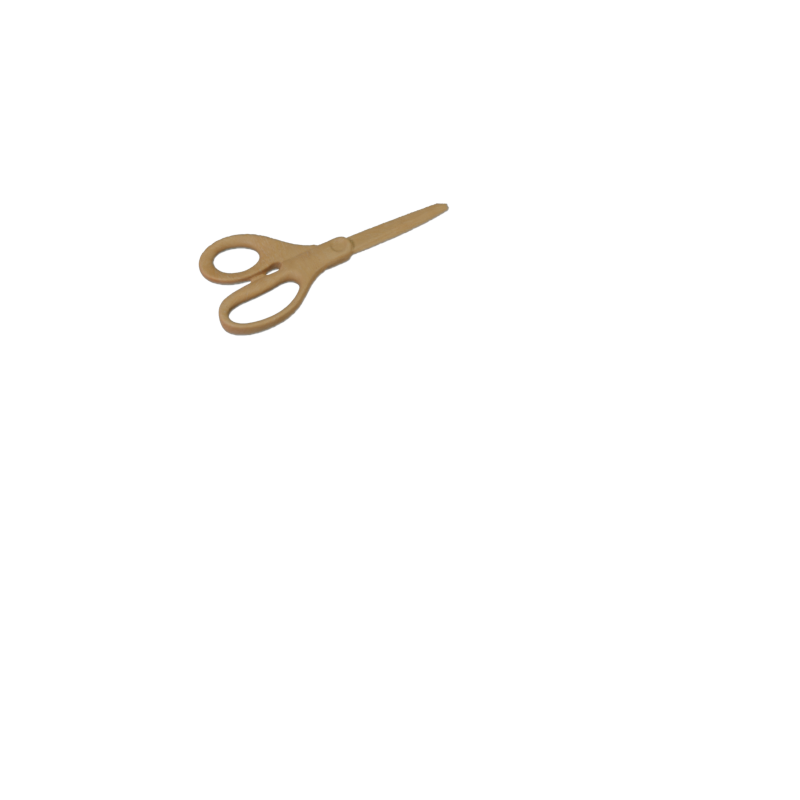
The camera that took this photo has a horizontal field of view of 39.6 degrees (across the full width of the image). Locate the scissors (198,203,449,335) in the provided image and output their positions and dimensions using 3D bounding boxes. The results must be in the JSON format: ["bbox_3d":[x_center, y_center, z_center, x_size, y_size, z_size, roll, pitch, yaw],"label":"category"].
[{"bbox_3d":[-0.065,-0.119,0.834,0.102,0.015,0.204,37,60,25],"label":"scissors"}]
